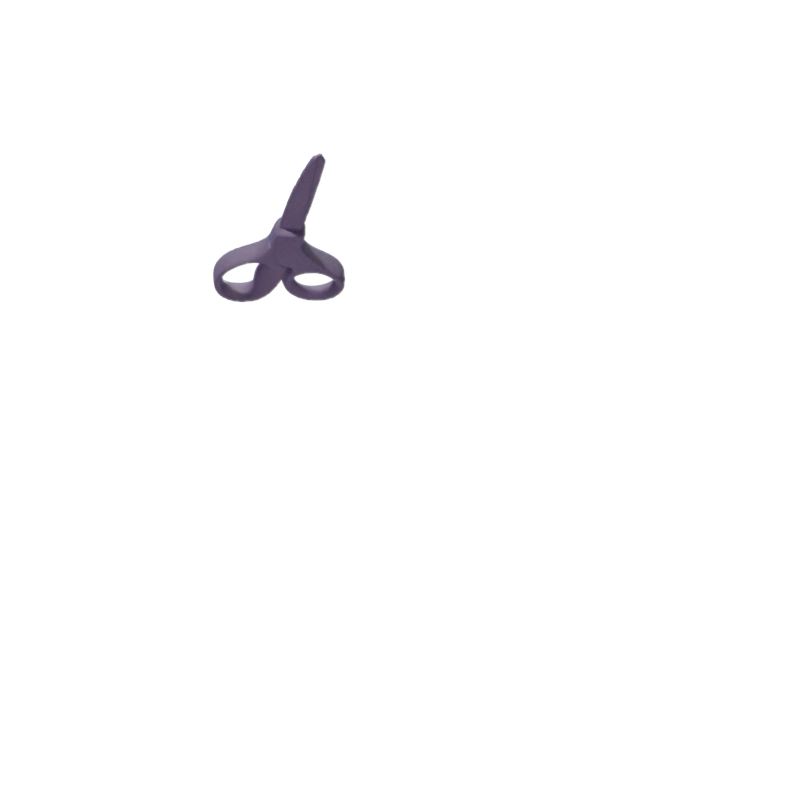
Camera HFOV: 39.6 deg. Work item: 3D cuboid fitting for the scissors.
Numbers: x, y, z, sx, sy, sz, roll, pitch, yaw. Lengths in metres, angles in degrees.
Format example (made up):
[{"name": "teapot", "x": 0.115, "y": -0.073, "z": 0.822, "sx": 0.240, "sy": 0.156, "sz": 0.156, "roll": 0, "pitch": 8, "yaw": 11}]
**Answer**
[{"name": "scissors", "x": -0.054, "y": -0.098, "z": 0.686, "sx": 0.092, "sy": 0.016, "sz": 0.200, "roll": 9, "pitch": -19, "yaw": -28}]
